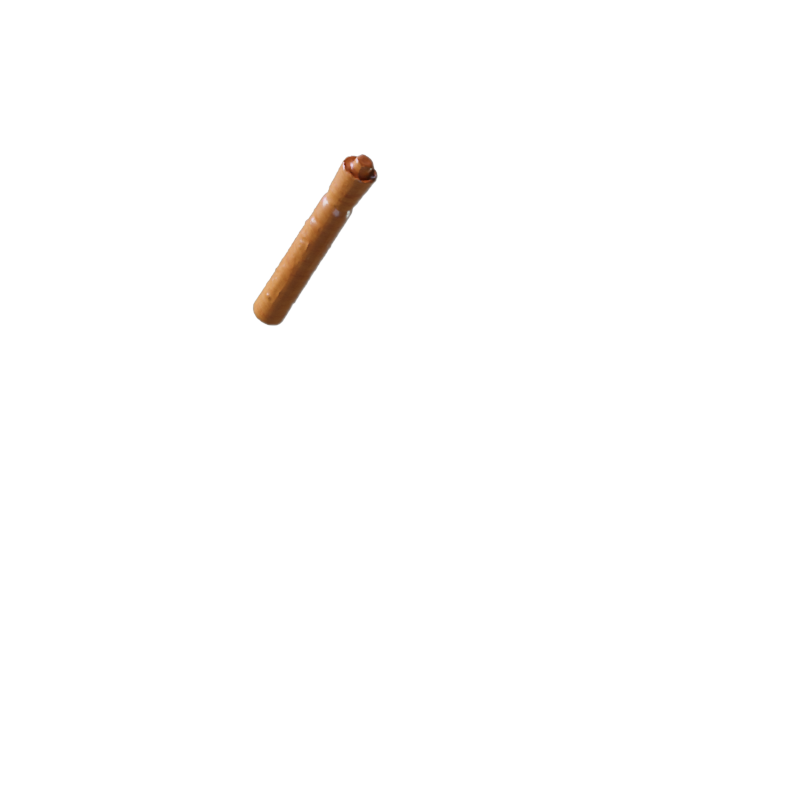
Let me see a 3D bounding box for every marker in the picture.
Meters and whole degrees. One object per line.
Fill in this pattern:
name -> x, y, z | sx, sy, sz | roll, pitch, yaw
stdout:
marker -> -0.045, -0.082, 0.571 | 0.019, 0.021, 0.117 | -1, -34, -36
